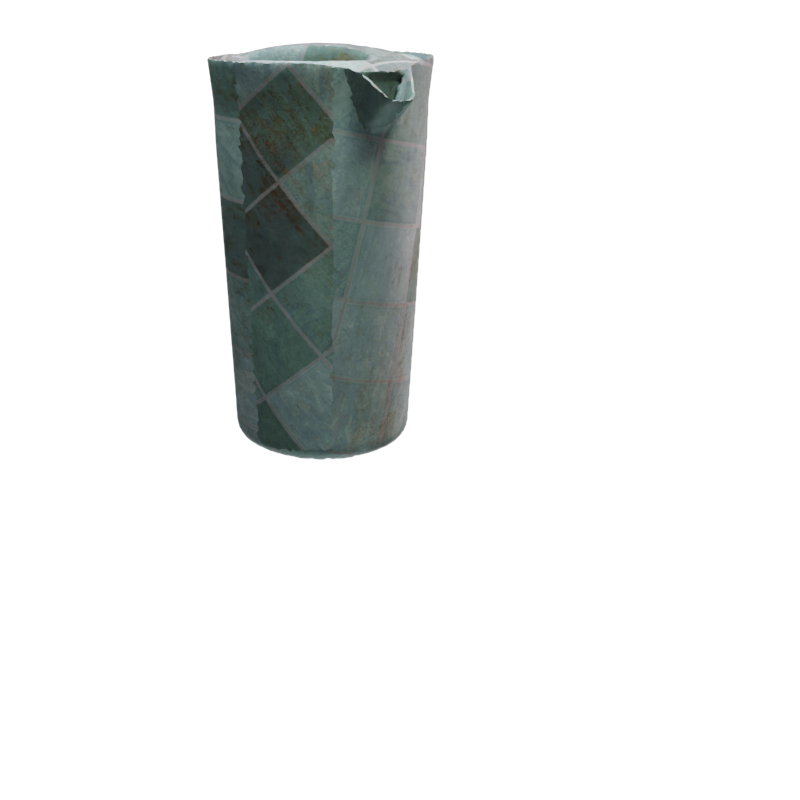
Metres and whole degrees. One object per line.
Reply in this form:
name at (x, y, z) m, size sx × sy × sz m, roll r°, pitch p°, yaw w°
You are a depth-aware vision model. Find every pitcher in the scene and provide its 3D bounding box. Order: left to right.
pitcher at (-0.054, -0.098, 0.687) m, size 0.147 × 0.235 × 0.152 m, roll 3°, pitch 15°, yaw 10°
